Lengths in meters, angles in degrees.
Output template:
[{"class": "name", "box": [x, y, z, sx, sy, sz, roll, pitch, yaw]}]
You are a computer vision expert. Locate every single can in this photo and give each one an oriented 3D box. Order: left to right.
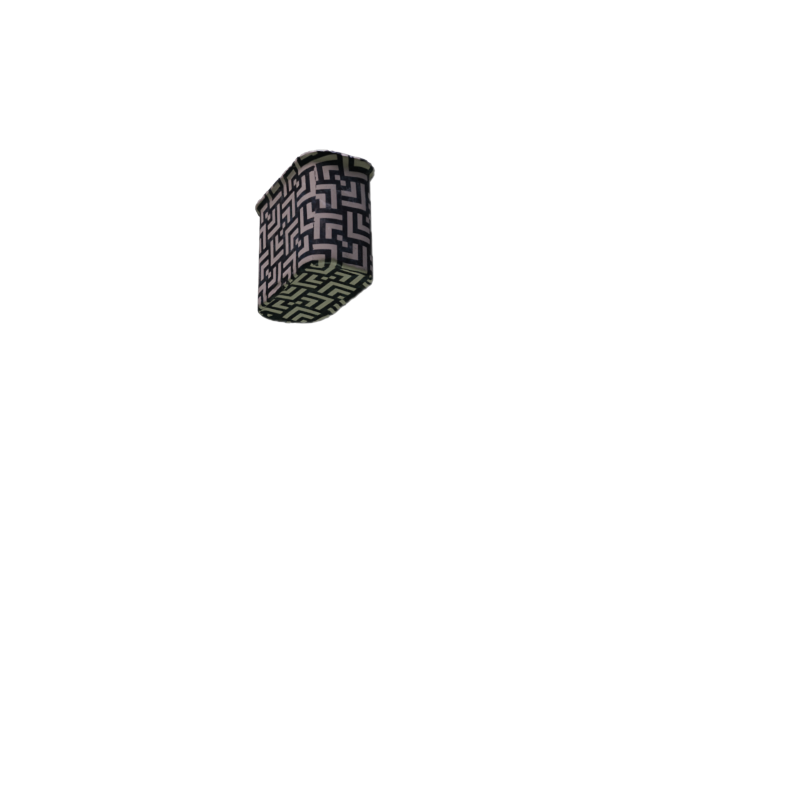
[{"class": "can", "box": [-0.059, -0.107, 0.752, 0.055, 0.089, 0.100, 12, -27, -27]}]
